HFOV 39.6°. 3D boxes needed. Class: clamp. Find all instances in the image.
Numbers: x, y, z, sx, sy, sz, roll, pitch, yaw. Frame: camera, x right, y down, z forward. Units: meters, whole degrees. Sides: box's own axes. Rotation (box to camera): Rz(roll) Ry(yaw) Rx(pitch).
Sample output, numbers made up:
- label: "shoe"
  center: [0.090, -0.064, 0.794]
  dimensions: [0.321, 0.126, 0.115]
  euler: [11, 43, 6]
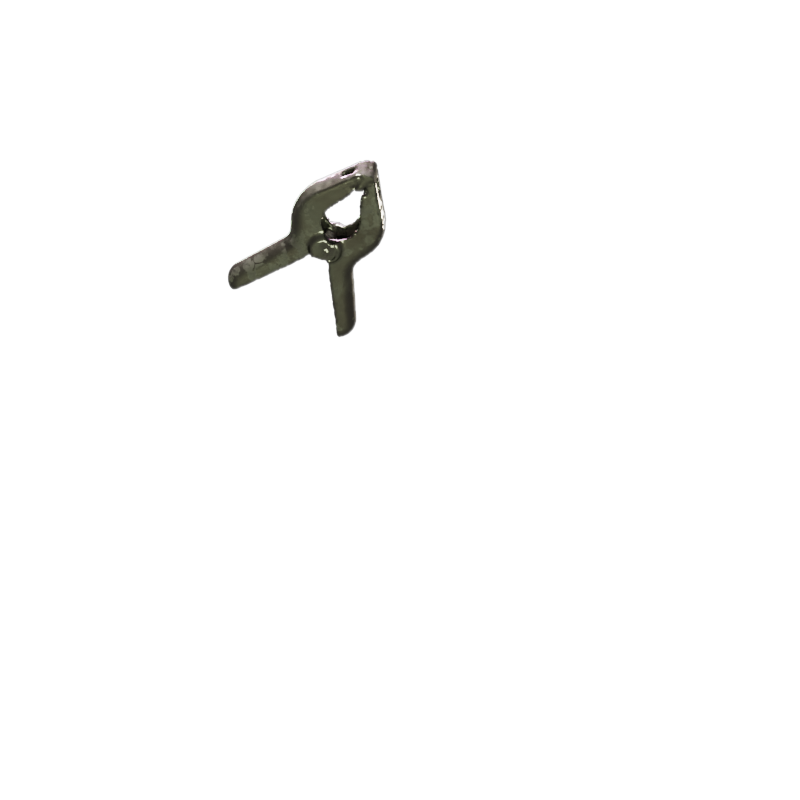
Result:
- label: "clamp"
  center: [-0.074, -0.134, 0.941]
  dimensions: [0.118, 0.163, 0.042]
  euler: [15, 34, -11]
